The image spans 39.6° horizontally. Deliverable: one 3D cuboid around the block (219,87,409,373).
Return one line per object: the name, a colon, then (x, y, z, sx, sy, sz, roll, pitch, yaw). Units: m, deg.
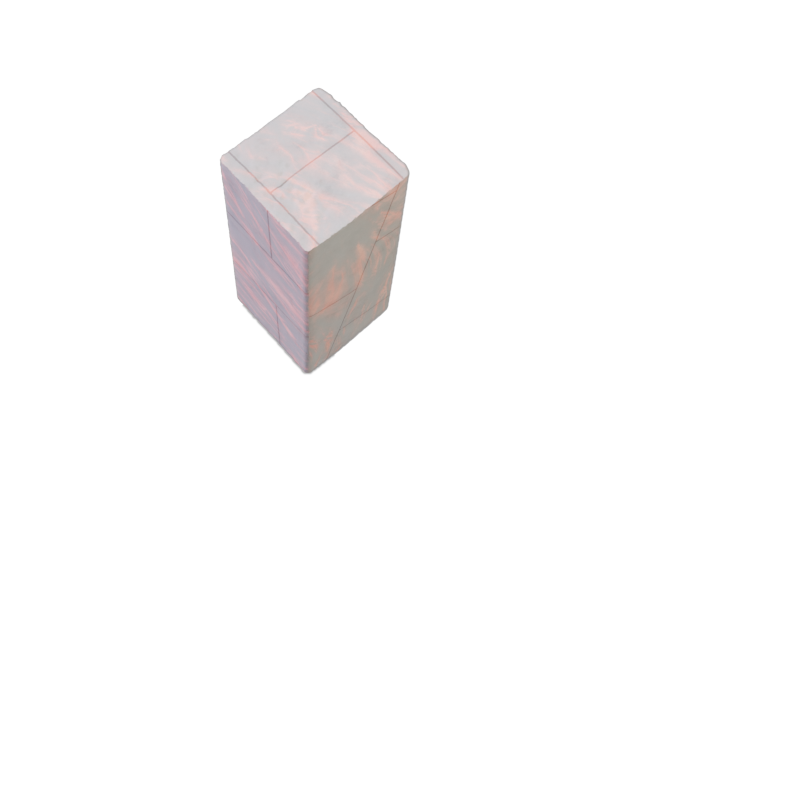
block: (-0.061, -0.113, 0.789, 0.091, 0.095, 0.196, -39, -15, -17)
